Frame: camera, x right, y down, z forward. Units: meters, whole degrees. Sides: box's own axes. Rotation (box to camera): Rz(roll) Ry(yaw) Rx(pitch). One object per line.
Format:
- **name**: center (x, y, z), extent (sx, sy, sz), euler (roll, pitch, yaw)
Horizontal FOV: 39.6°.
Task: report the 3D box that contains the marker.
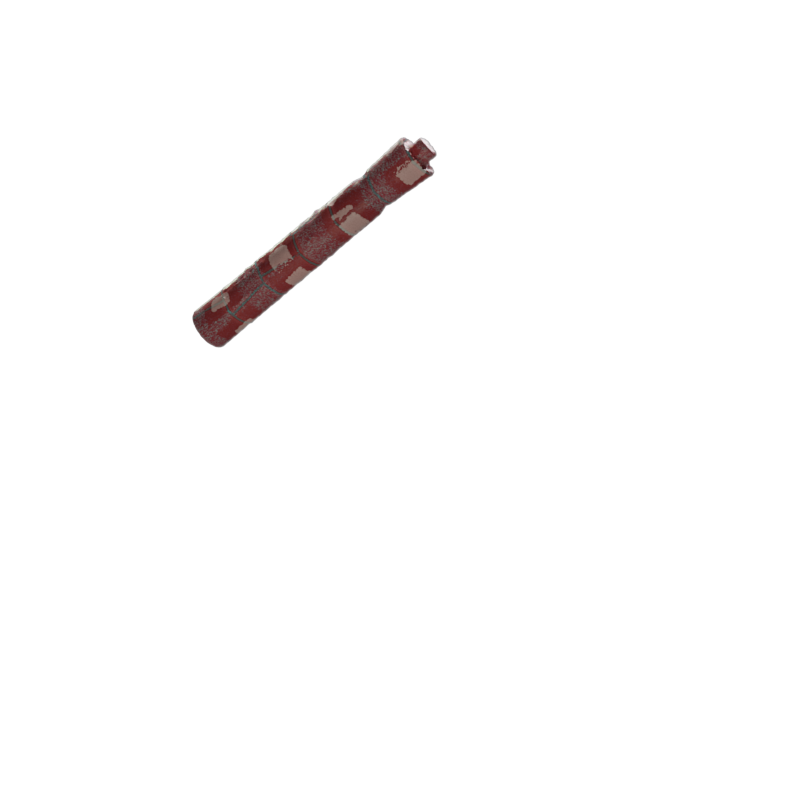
- **marker**: center (-0.034, -0.063, 0.439), extent (0.120, 0.020, 0.019), euler (-37, -10, 20)
